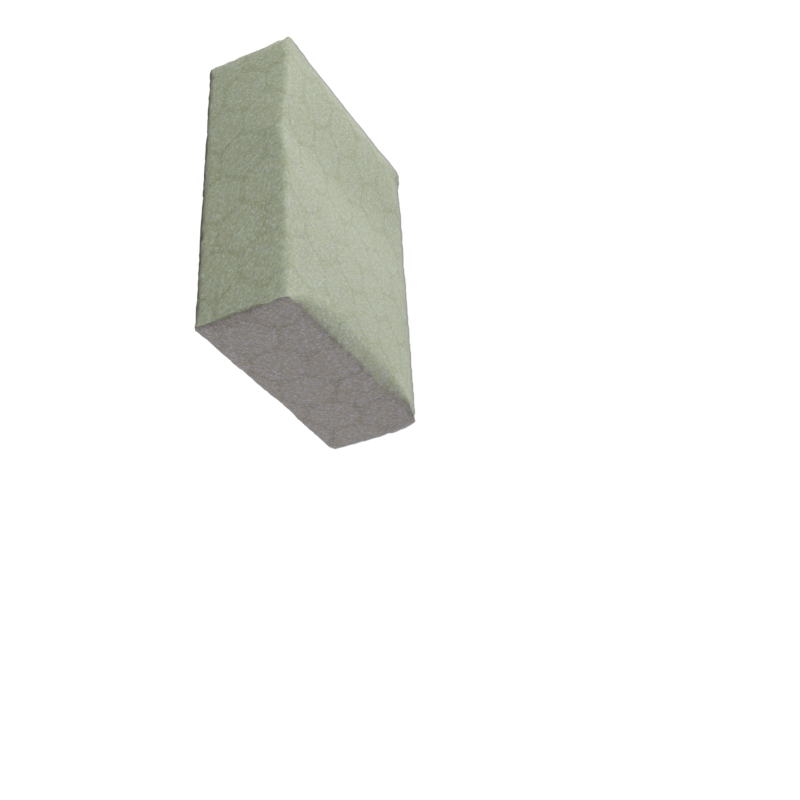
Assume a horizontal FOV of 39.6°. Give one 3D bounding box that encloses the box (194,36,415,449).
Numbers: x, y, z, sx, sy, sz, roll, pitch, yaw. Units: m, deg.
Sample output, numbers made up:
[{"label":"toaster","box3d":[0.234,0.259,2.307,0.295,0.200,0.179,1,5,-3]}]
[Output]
[{"label":"box","box3d":[-0.056,-0.102,0.716,0.072,0.229,0.152,-19,-38,22]}]
